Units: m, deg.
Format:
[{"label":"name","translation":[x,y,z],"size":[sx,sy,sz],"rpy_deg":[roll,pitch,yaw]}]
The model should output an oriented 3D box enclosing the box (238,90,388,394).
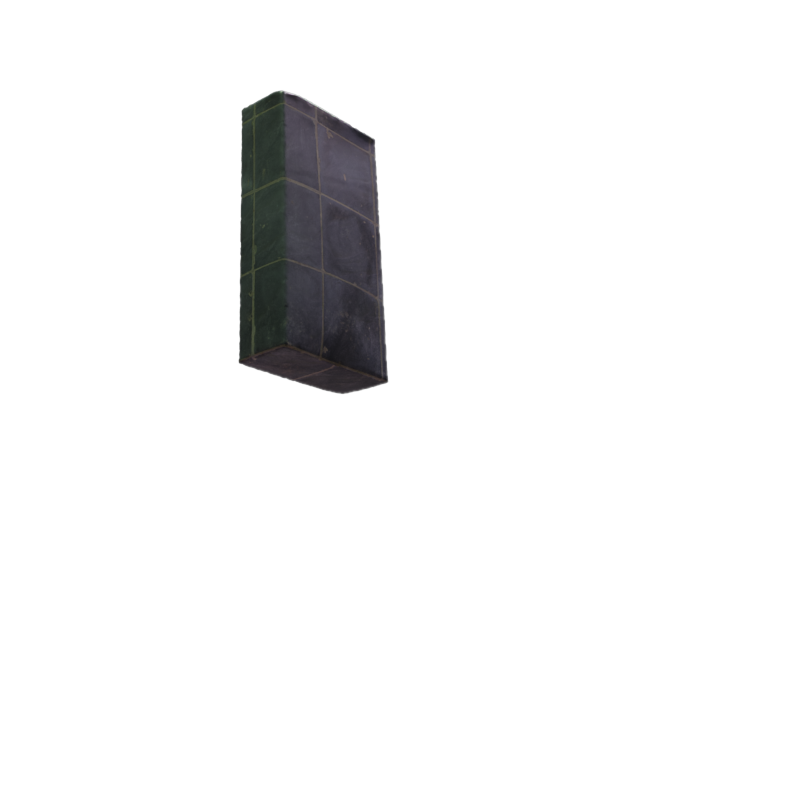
[{"label":"box","translation":[-0.054,-0.099,0.694],"size":[0.048,0.186,0.088],"rpy_deg":[-21,-29,38]}]
